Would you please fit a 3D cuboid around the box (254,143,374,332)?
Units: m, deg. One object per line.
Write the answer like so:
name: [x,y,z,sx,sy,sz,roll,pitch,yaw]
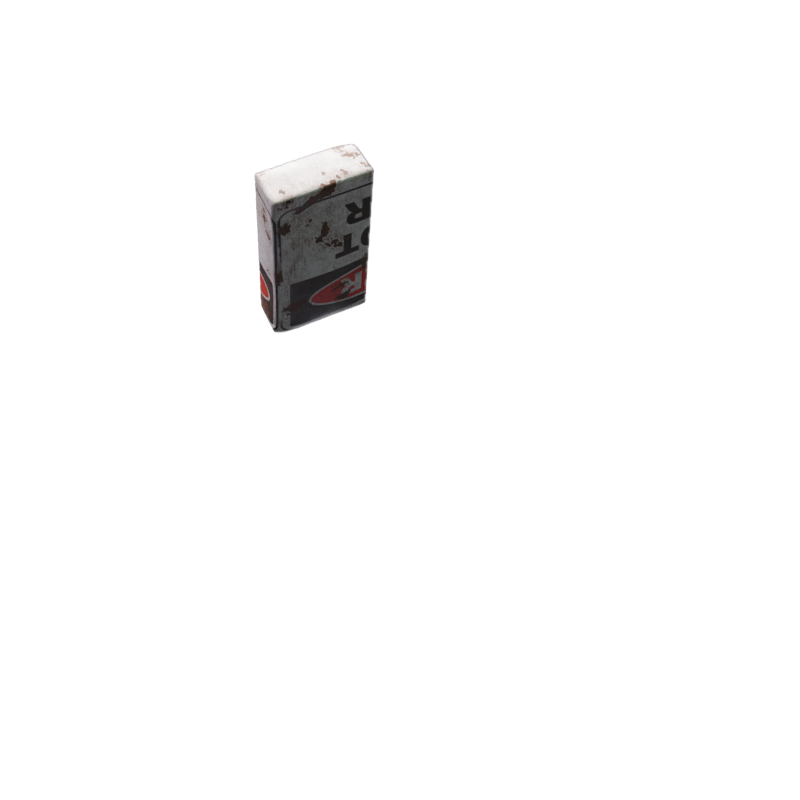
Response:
box: [-0.075,-0.137,0.958,0.093,0.052,0.164,-21,-34,-19]
